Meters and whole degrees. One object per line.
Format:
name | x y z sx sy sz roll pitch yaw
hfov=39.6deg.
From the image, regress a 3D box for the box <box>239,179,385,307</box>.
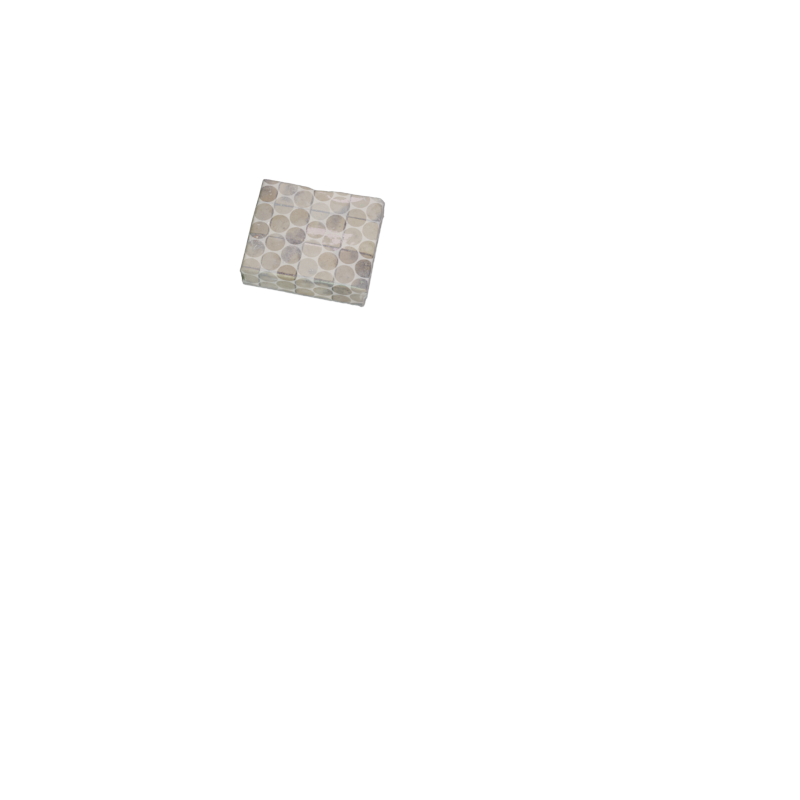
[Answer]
box | -0.060 -0.110 0.772 0.090 0.077 0.029 10 -24 4
